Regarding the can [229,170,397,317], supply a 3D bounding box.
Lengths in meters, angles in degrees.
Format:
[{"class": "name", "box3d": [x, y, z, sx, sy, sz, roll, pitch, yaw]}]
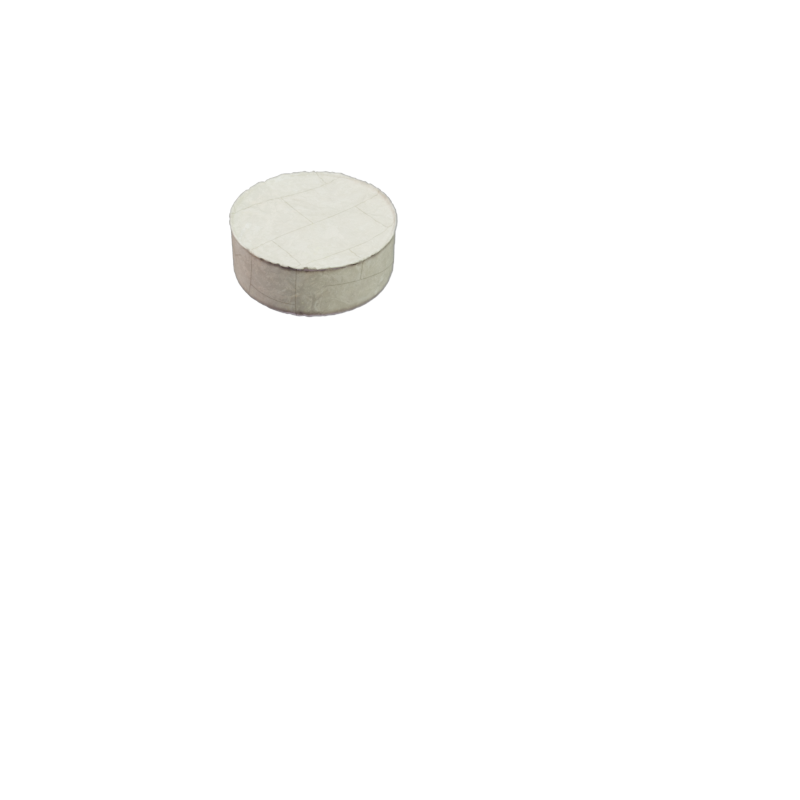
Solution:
[{"class": "can", "box3d": [-0.045, -0.082, 0.573, 0.086, 0.031, 0.092, -1, 41, -2]}]
